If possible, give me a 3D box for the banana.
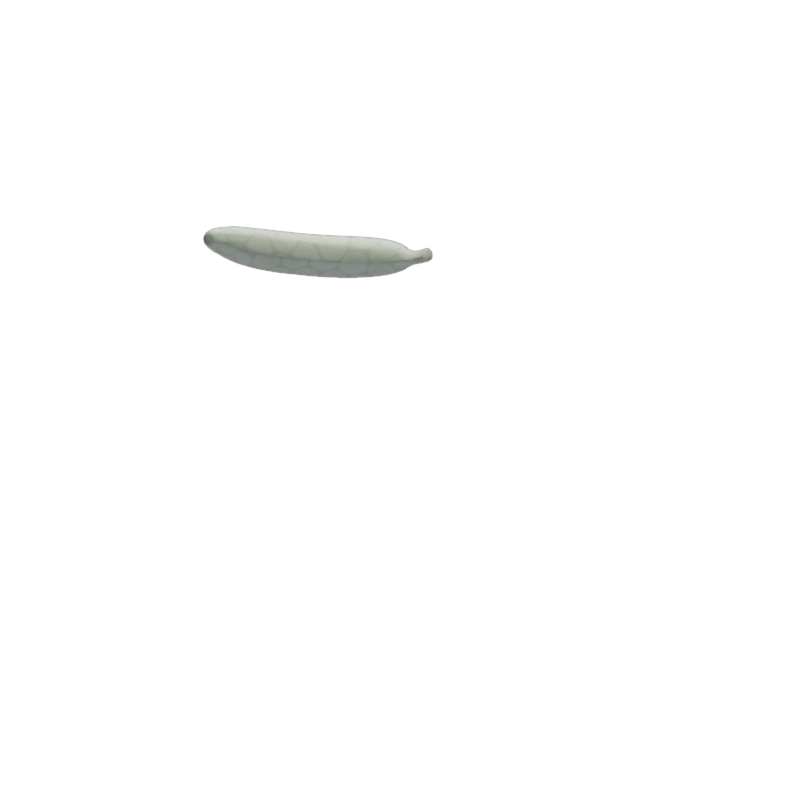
[{"bbox_3d":[-0.075,-0.133,0.979,0.196,0.038,0.067,2,-16,-7],"label":"banana"}]
